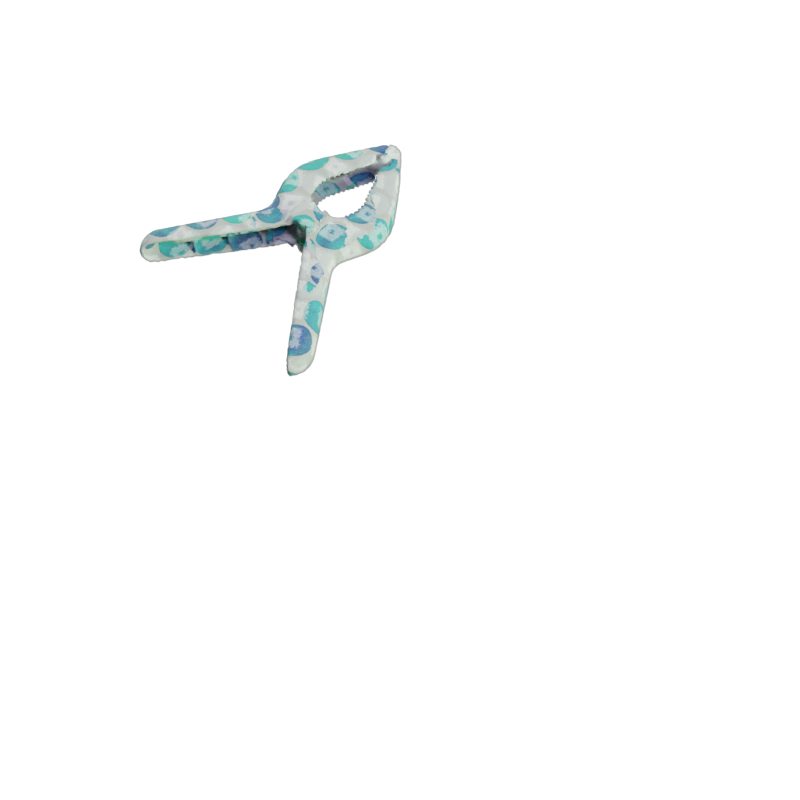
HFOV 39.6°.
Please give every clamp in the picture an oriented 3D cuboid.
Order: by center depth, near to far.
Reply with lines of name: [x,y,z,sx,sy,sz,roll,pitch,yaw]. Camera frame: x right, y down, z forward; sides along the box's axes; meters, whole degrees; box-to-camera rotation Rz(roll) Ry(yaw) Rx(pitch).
clamp: [-0.065,-0.118,0.827,0.211,0.175,0.034,-36,-28,-23]
